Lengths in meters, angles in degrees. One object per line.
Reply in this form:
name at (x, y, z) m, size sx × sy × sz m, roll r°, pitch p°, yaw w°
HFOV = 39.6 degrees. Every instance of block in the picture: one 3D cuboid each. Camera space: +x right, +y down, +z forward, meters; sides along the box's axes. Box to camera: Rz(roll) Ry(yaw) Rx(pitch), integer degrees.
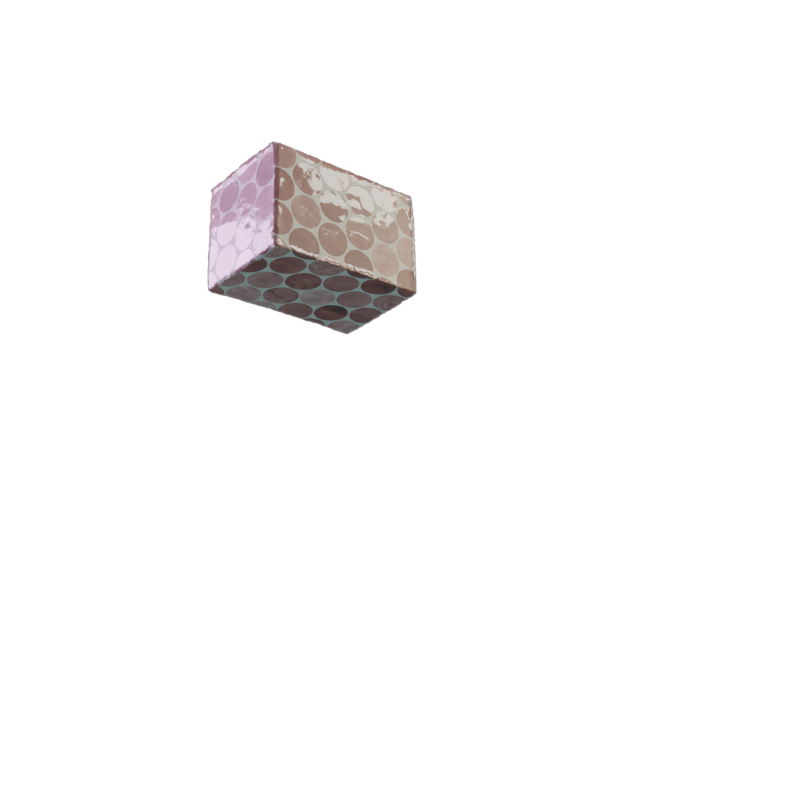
block at (-0.038, -0.069, 0.487) m, size 0.074 × 0.054 × 0.053 m, roll 18°, pitch -31°, yaw -35°
